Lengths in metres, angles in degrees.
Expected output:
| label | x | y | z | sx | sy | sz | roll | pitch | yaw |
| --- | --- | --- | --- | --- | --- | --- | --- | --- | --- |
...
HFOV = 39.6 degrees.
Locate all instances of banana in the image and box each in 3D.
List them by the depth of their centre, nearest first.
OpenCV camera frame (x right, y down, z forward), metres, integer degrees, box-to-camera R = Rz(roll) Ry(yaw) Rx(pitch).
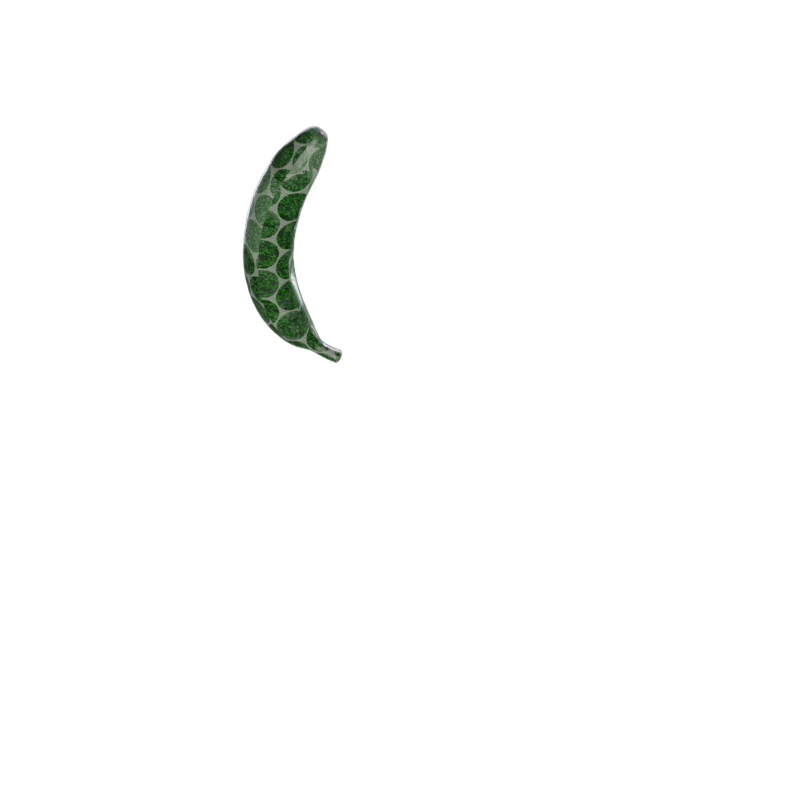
| label | x | y | z | sx | sy | sz | roll | pitch | yaw |
| --- | --- | --- | --- | --- | --- | --- | --- | --- | --- |
| banana | -0.082 | -0.112 | 0.814 | 0.070 | 0.185 | 0.039 | -2 | 35 | 1 |
